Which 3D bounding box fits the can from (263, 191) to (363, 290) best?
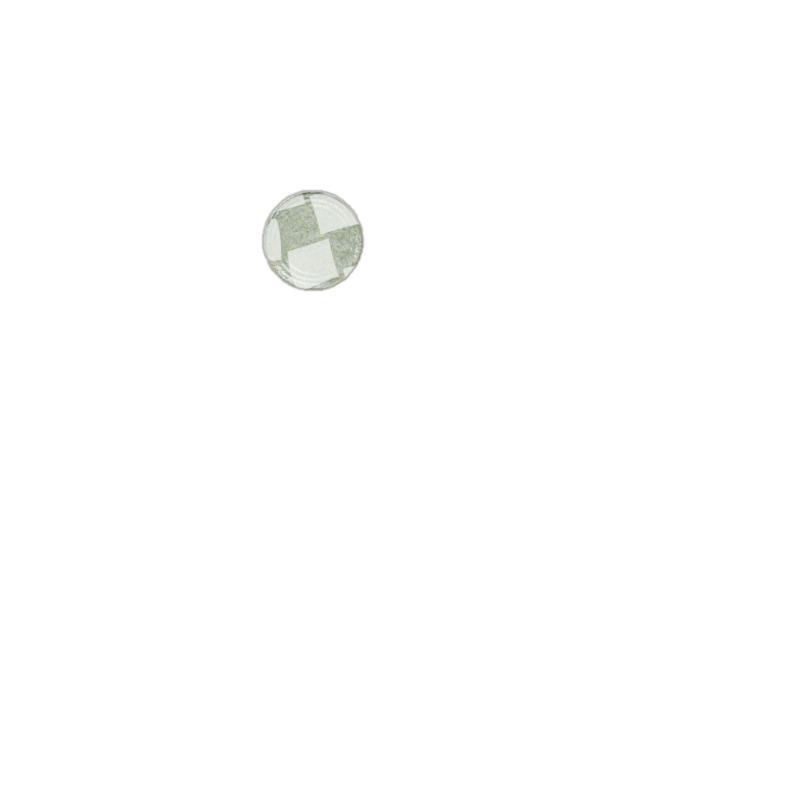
[{"bbox_3d":[-0.076,-0.138,0.965,0.086,0.086,0.033,0,-2,-1],"label":"can"}]
